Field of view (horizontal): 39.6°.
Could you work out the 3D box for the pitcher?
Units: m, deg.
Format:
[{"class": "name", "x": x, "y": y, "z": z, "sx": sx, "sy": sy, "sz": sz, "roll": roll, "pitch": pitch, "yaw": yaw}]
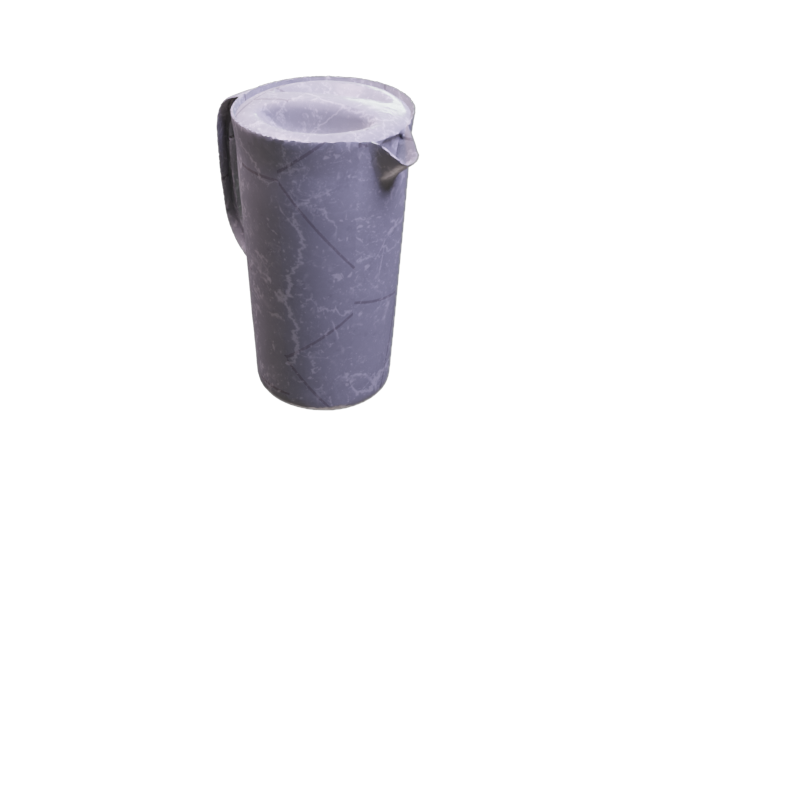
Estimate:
[{"class": "pitcher", "x": -0.067, "y": -0.122, "z": 0.856, "sx": 0.144, "sy": 0.229, "sz": 0.159, "roll": -1, "pitch": 31, "yaw": -6}]
